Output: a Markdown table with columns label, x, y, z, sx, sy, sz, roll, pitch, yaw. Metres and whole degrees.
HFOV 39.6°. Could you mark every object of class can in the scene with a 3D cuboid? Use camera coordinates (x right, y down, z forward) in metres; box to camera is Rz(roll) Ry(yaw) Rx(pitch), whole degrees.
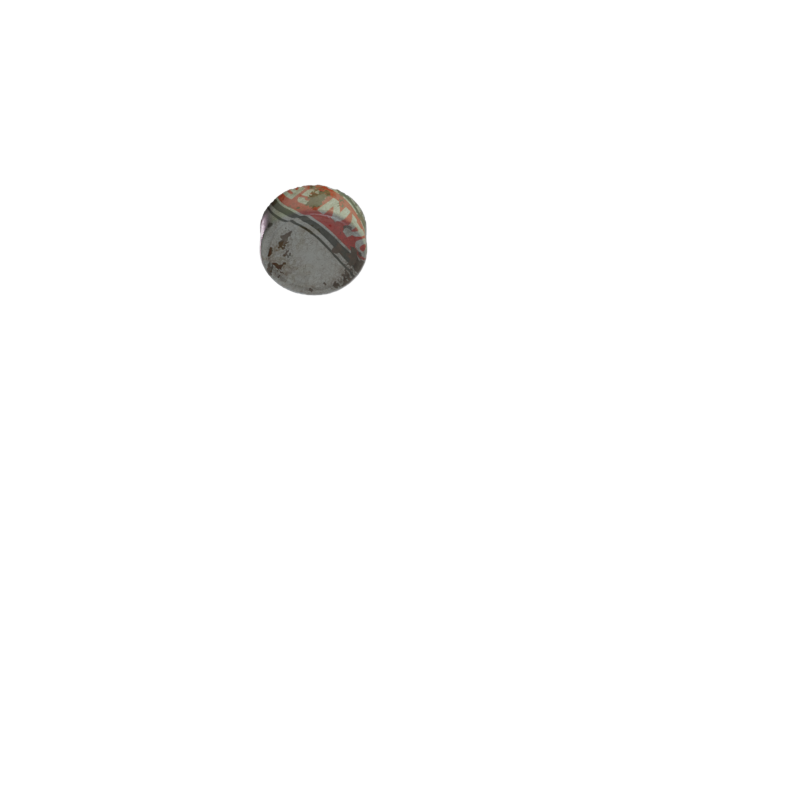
| label | x | y | z | sx | sy | sz | roll | pitch | yaw |
| --- | --- | --- | --- | --- | --- | --- | --- | --- | --- |
| can | -0.068 | -0.125 | 0.875 | 0.086 | 0.080 | 0.036 | 1 | 37 | -1 |
